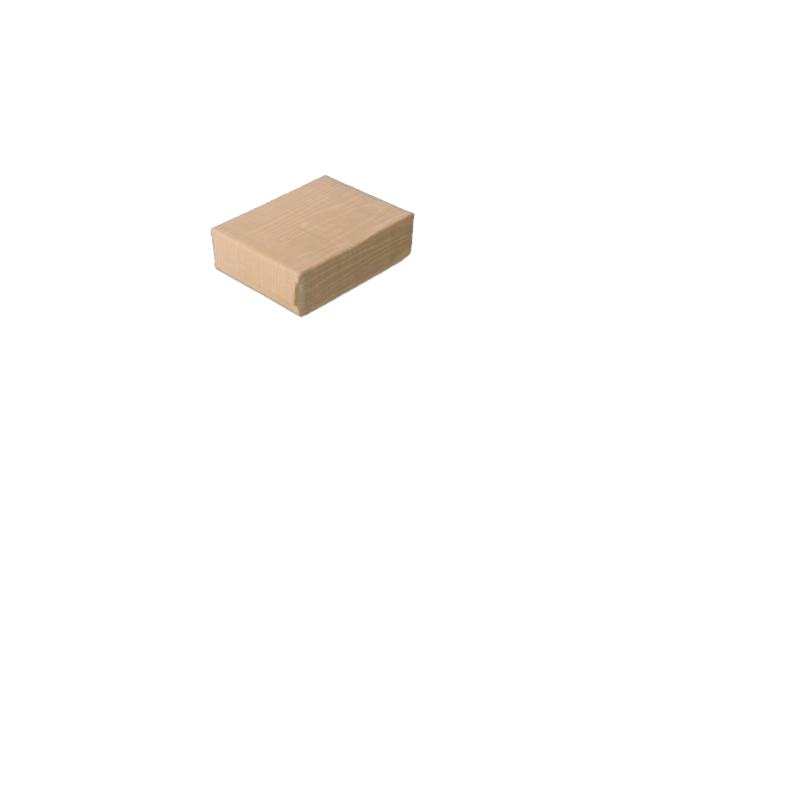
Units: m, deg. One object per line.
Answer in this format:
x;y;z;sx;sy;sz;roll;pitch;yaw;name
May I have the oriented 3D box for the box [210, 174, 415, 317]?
-0.060;-0.109;0.765;0.096;0.036;0.113;29;44;34;box
